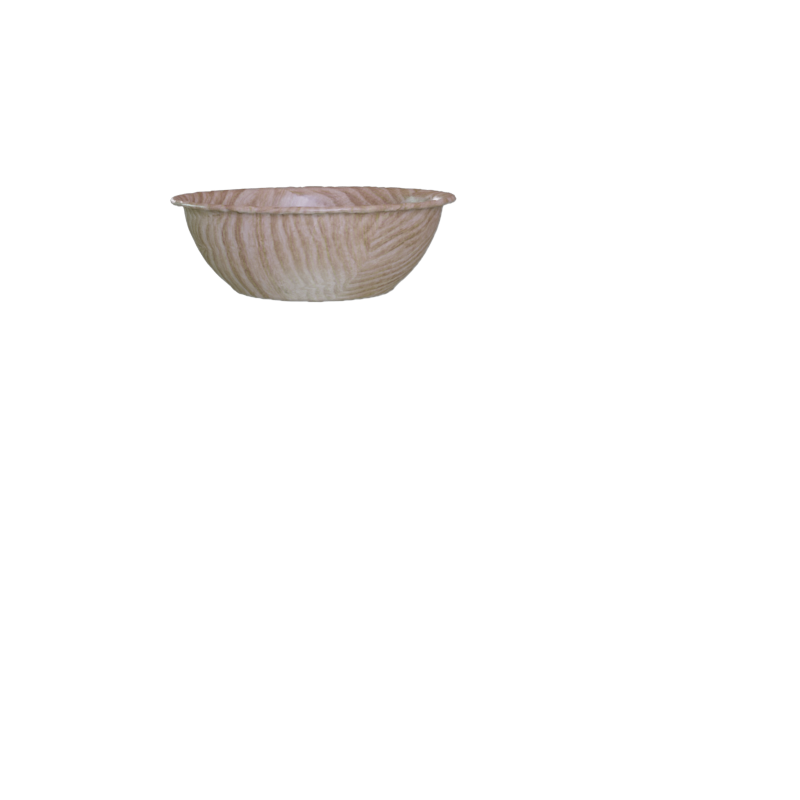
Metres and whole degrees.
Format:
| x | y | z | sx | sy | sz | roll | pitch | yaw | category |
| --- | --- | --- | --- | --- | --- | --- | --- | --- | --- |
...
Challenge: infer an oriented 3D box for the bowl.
| x | y | z | sx | sy | sz | roll | pitch | yaw | category |
| --- | --- | --- | --- | --- | --- | --- | --- | --- | --- |
| -0.049 | -0.090 | 0.631 | 0.162 | 0.054 | 0.166 | 0 | 14 | -2 | bowl |
